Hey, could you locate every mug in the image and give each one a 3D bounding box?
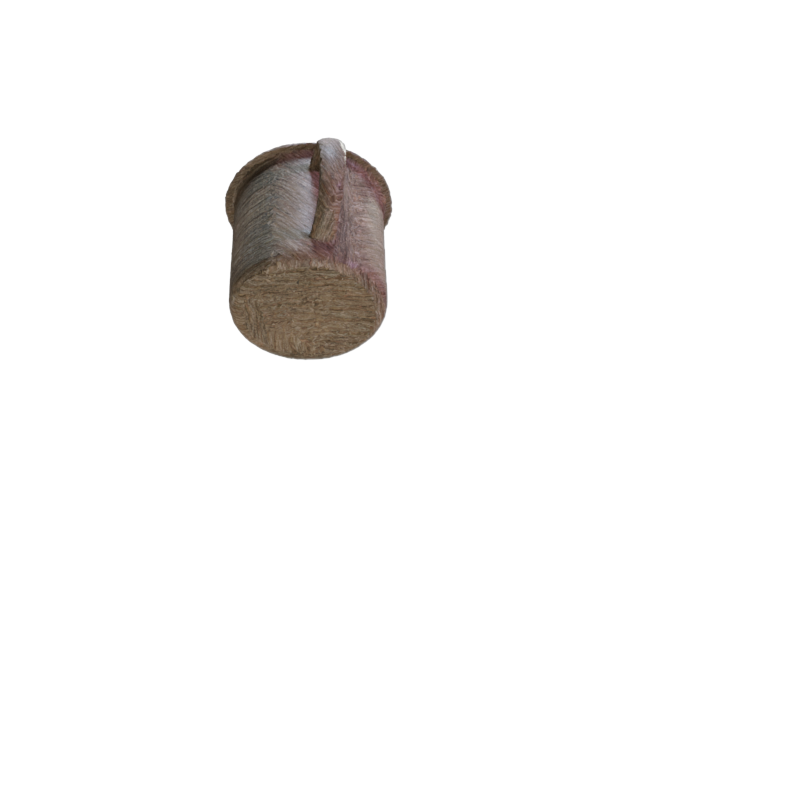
[{"bbox_3d":[-0.046,-0.083,0.582,0.091,0.087,0.111,9,-42,-12],"label":"mug"}]
